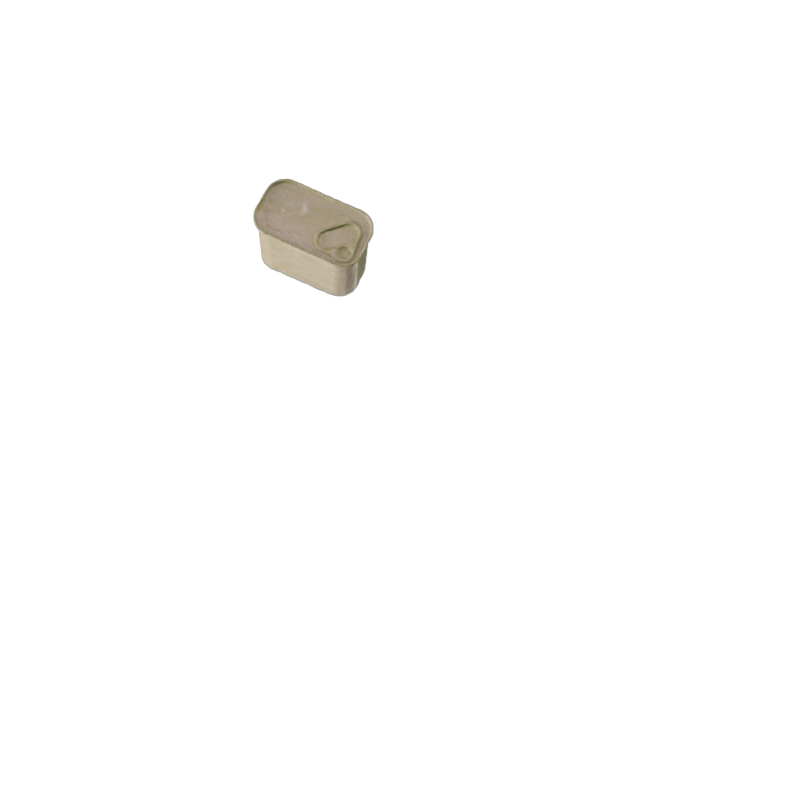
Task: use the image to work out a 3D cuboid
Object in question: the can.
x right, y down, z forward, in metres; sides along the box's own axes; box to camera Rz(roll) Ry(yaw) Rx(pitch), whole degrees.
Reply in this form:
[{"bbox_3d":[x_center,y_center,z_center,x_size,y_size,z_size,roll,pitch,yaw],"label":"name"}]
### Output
[{"bbox_3d":[-0.077,-0.141,0.987,0.104,0.059,0.080,25,-19,8],"label":"can"}]
